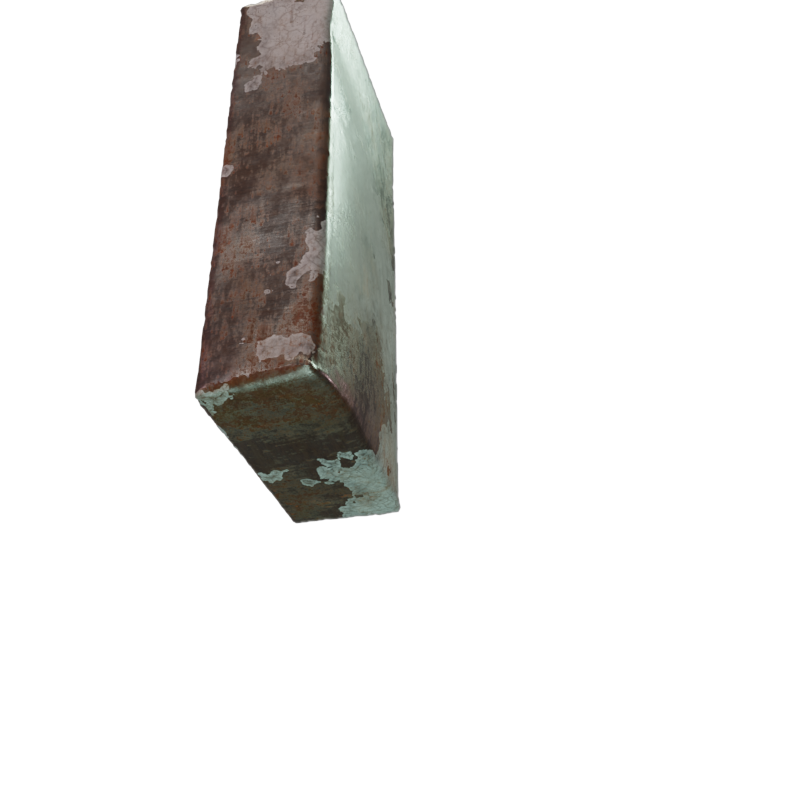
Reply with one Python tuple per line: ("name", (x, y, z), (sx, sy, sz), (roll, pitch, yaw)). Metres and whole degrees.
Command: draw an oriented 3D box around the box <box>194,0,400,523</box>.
("box", (-0.032, -0.057, 0.404), (0.048, 0.189, 0.086), (-12, -38, 11))
